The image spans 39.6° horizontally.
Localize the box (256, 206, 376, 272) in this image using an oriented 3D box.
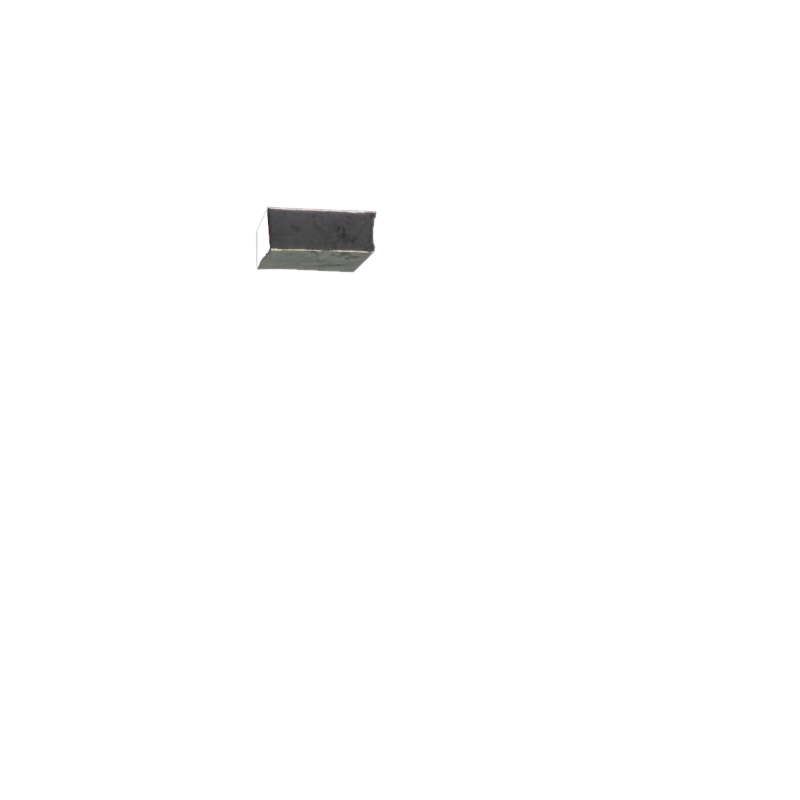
[{"bbox_3d":[-0.073,-0.134,0.936,0.089,0.039,0.114,0,-1,-10],"label":"box"}]
